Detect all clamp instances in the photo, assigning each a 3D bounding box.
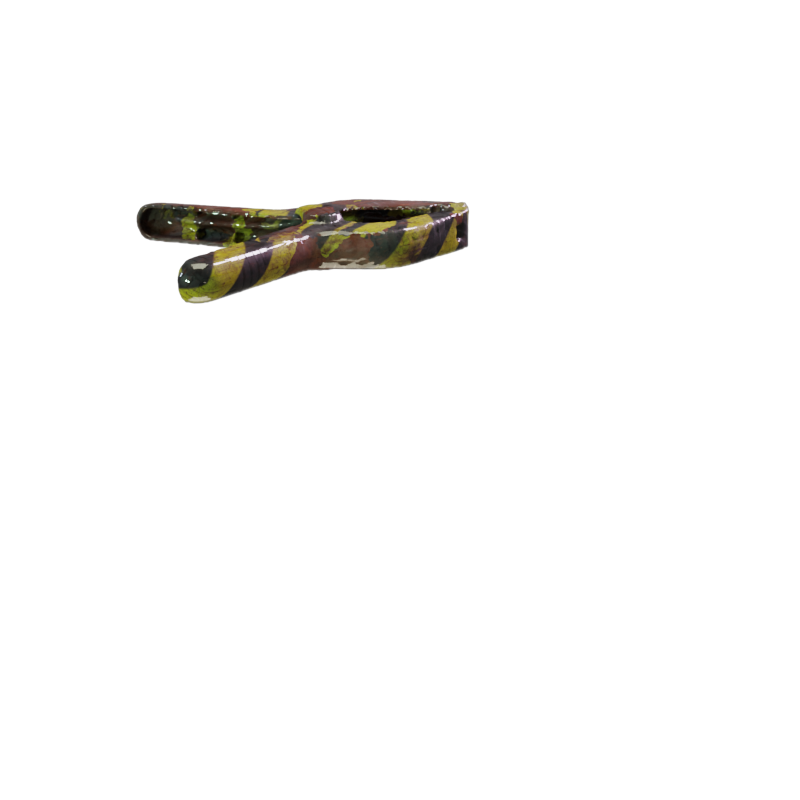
[{"bbox_3d":[-0.053,-0.097,0.678,0.207,0.035,0.174,-5,23,-11],"label":"clamp"}]
